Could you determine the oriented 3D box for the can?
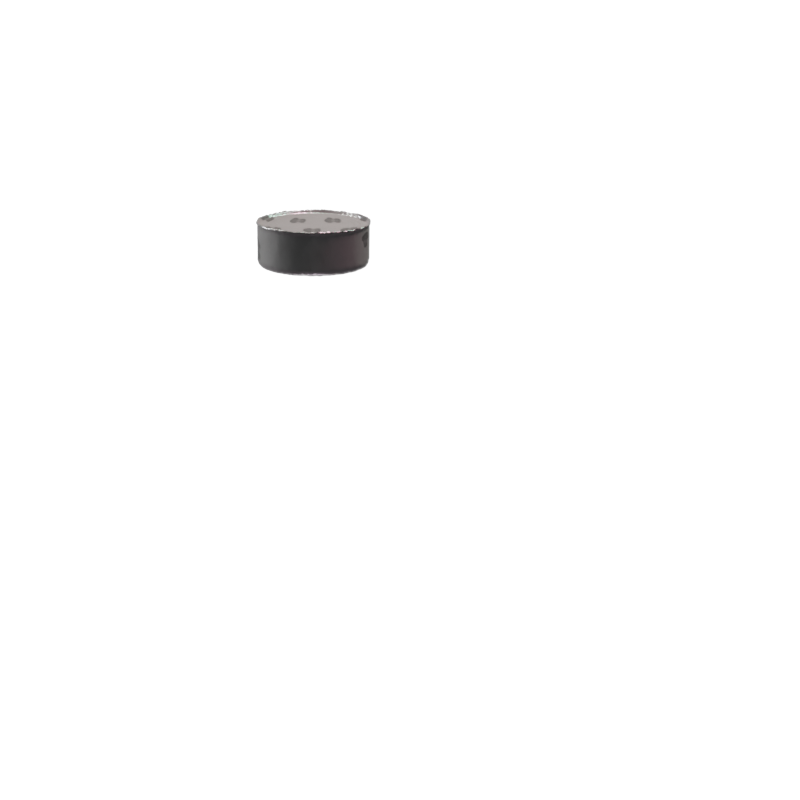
[{"bbox_3d":[-0.065,-0.119,0.835,0.086,0.032,0.089,-1,19,-2],"label":"can"}]
